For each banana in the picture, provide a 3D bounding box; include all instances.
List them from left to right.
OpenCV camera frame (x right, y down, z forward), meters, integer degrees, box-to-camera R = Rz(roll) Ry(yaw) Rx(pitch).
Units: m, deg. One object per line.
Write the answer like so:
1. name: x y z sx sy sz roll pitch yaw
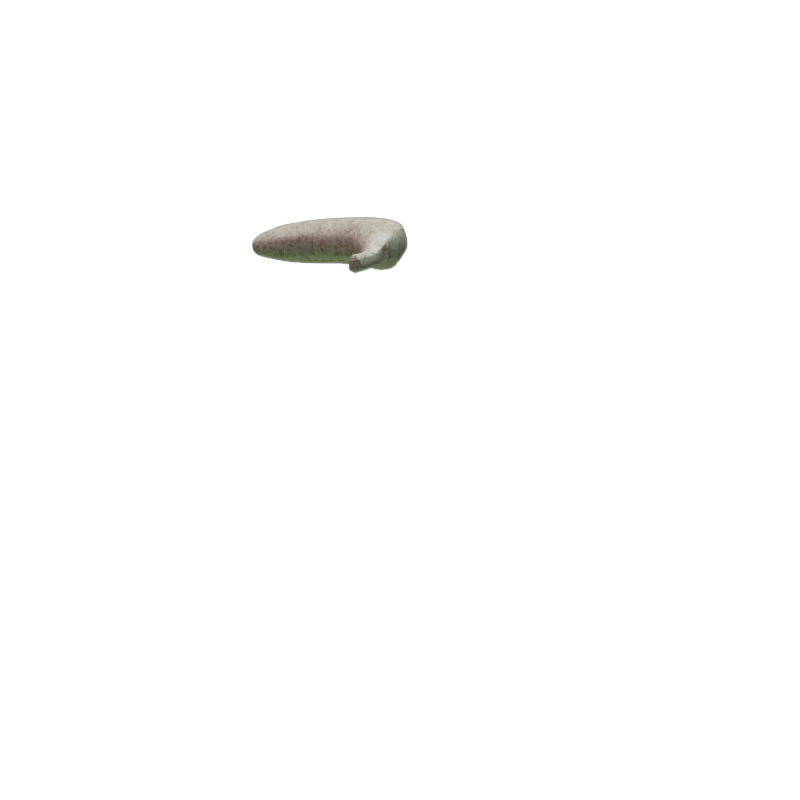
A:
1. banana: -0.046 -0.118 0.825 0.068 0.036 0.206 -4 10 -26
